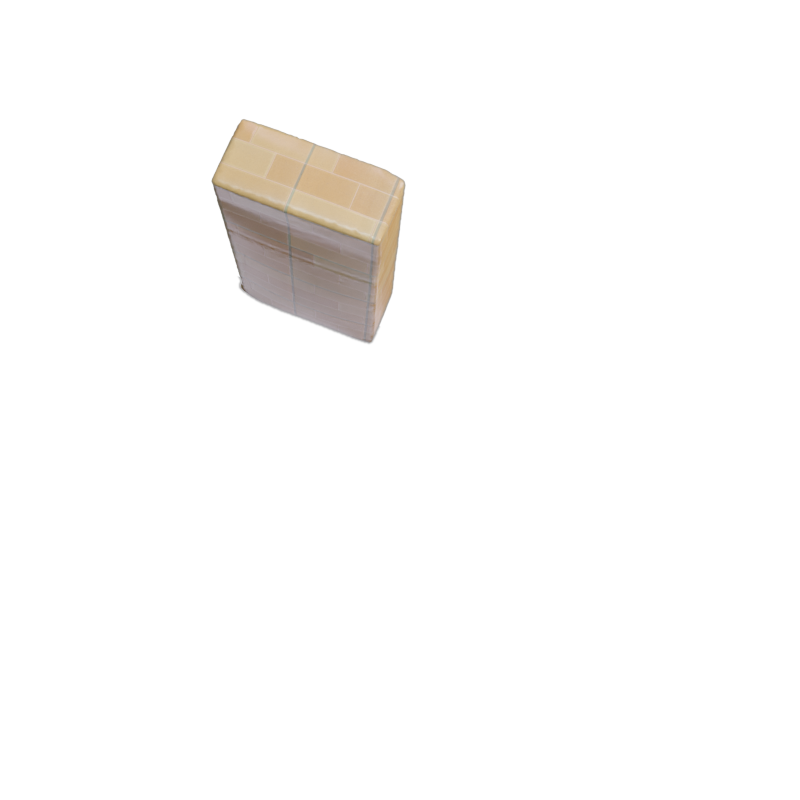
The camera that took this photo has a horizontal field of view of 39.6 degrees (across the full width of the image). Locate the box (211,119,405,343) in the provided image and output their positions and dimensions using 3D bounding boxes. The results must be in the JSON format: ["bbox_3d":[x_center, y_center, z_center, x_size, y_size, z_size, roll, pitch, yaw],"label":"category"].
[{"bbox_3d":[-0.049,-0.090,0.628,0.095,0.049,0.169,22,-16,4],"label":"box"}]
